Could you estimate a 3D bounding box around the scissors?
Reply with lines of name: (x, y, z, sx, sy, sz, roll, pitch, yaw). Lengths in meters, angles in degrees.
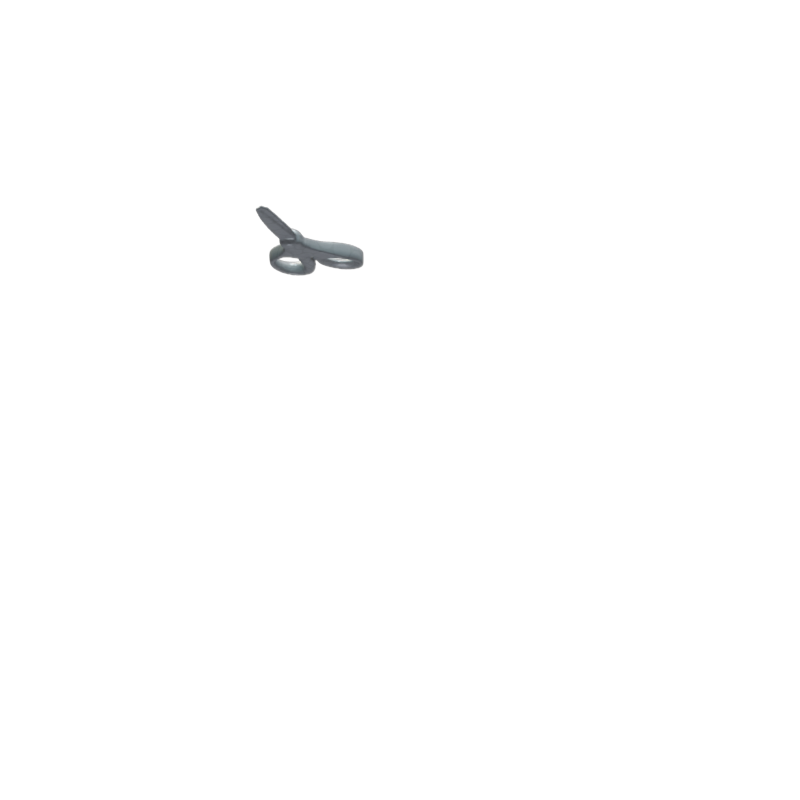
scissors: (-0.075, -0.138, 0.963, 0.096, 0.016, 0.197, 1, -7, -5)
